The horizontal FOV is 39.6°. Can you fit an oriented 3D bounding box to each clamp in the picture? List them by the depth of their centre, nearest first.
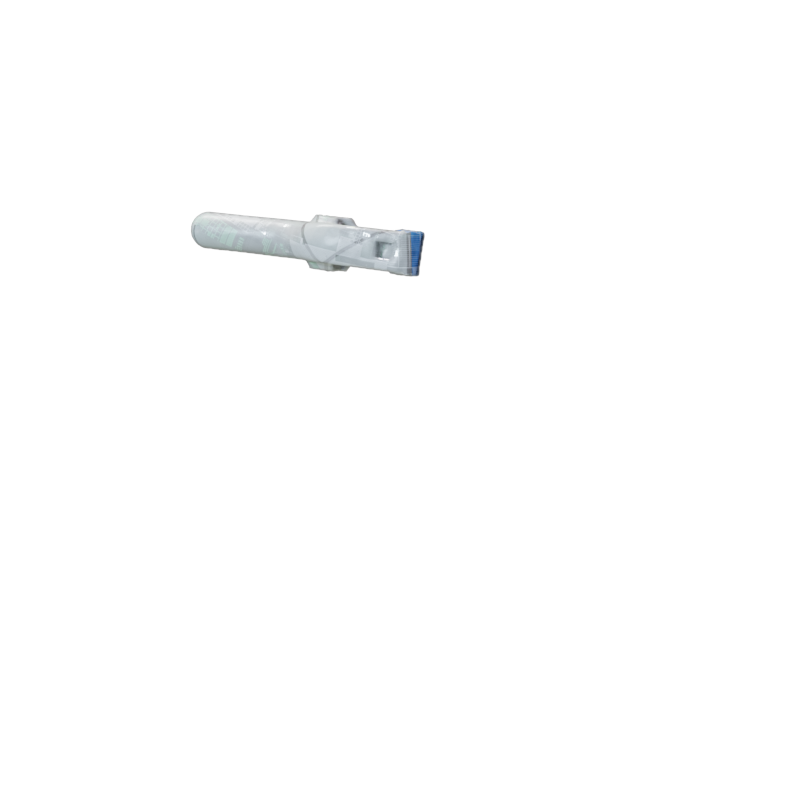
[{"bbox_3d":[-0.056,-0.103,0.721,0.116,0.039,0.179,-5,10,-31],"label":"clamp"}]
